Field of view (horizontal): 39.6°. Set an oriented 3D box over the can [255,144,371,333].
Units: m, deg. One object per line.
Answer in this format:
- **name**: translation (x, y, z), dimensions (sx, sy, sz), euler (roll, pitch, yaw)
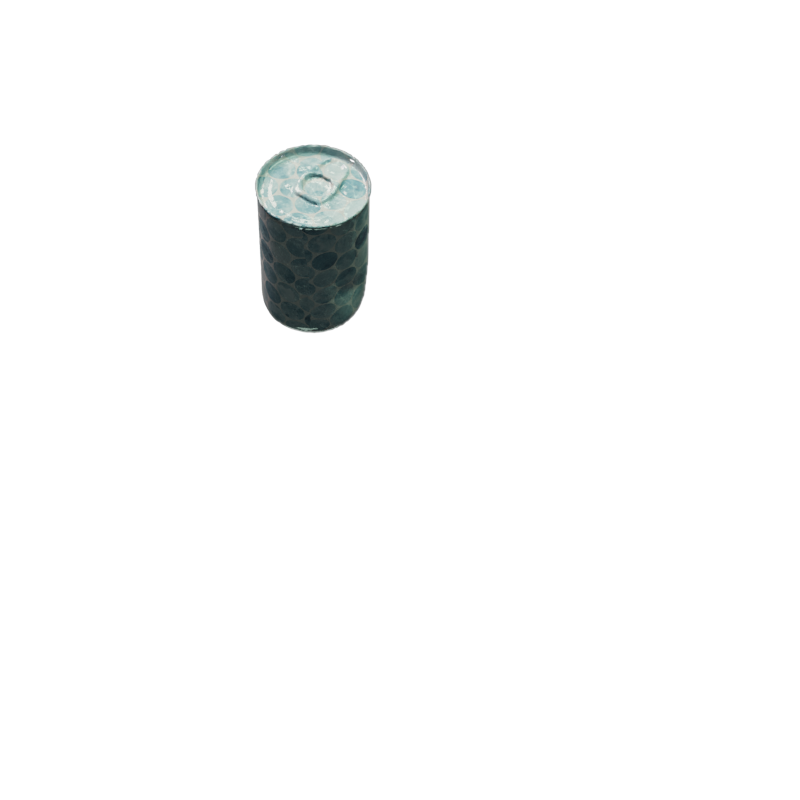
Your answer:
- **can**: translation (-0.053, -0.098, 0.683), dimensions (0.068, 0.073, 0.095), euler (0, -37, -3)
